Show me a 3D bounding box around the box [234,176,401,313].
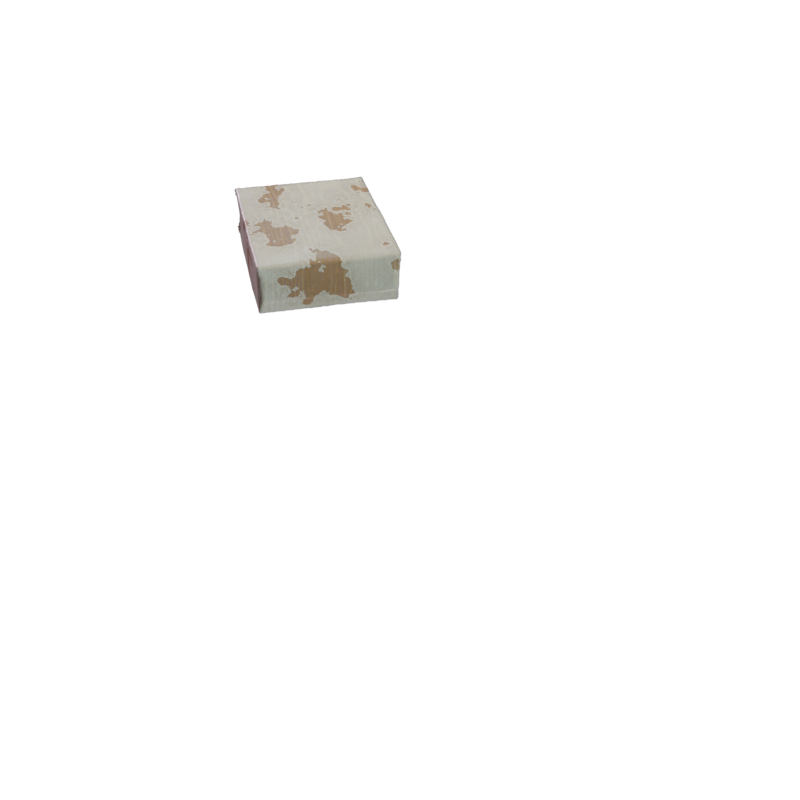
[{"bbox_3d":[-0.056,-0.103,0.719,0.089,0.037,0.122,-7,33,-11],"label":"box"}]
